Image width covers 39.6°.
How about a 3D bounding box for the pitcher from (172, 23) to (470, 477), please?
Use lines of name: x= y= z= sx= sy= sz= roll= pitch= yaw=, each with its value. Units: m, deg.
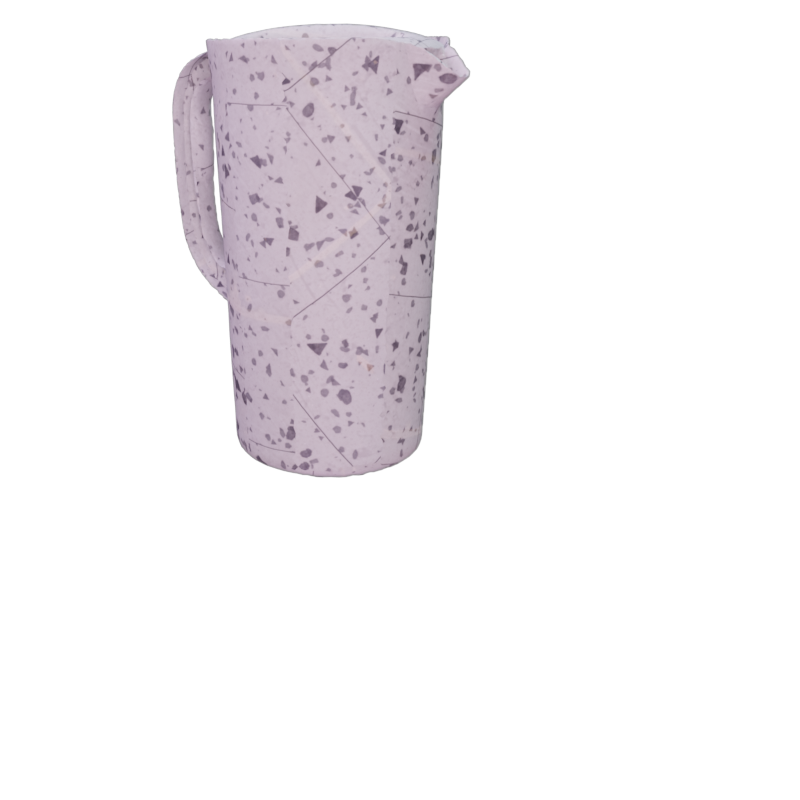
pitcher: x=-0.049 y=-0.090 z=0.630 sx=0.142 sy=0.236 sz=0.156 roll=-3 pitch=13 yaw=-15
